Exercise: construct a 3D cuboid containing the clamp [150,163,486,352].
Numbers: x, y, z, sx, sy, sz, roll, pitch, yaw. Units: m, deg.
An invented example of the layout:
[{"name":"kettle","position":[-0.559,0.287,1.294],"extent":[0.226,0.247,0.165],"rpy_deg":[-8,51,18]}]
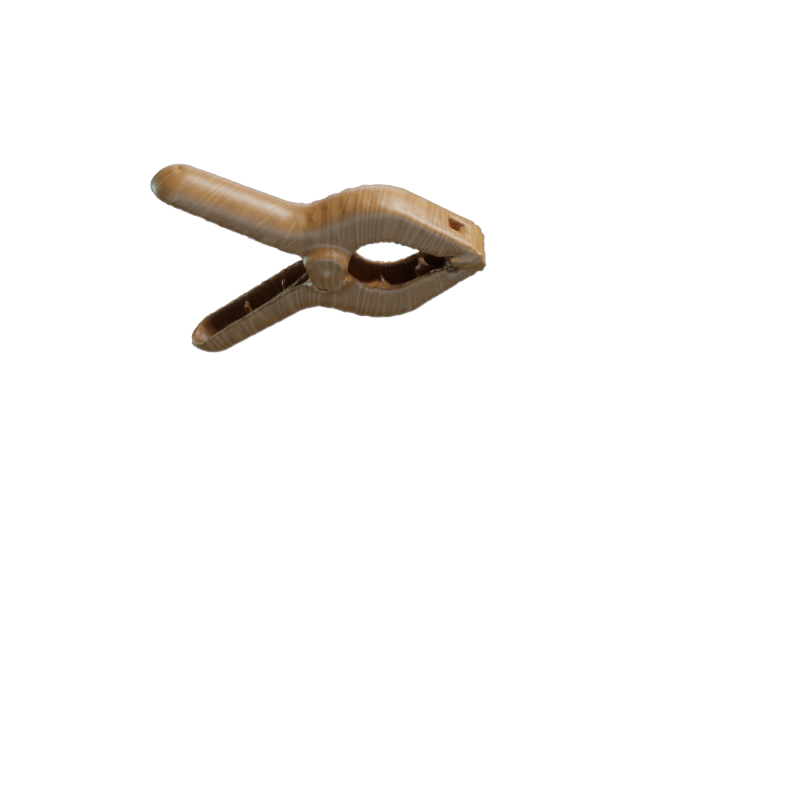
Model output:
[{"name":"clamp","position":[-0.045,-0.082,0.575],"extent":[0.173,0.042,0.111],"rpy_deg":[-10,-43,11]}]
